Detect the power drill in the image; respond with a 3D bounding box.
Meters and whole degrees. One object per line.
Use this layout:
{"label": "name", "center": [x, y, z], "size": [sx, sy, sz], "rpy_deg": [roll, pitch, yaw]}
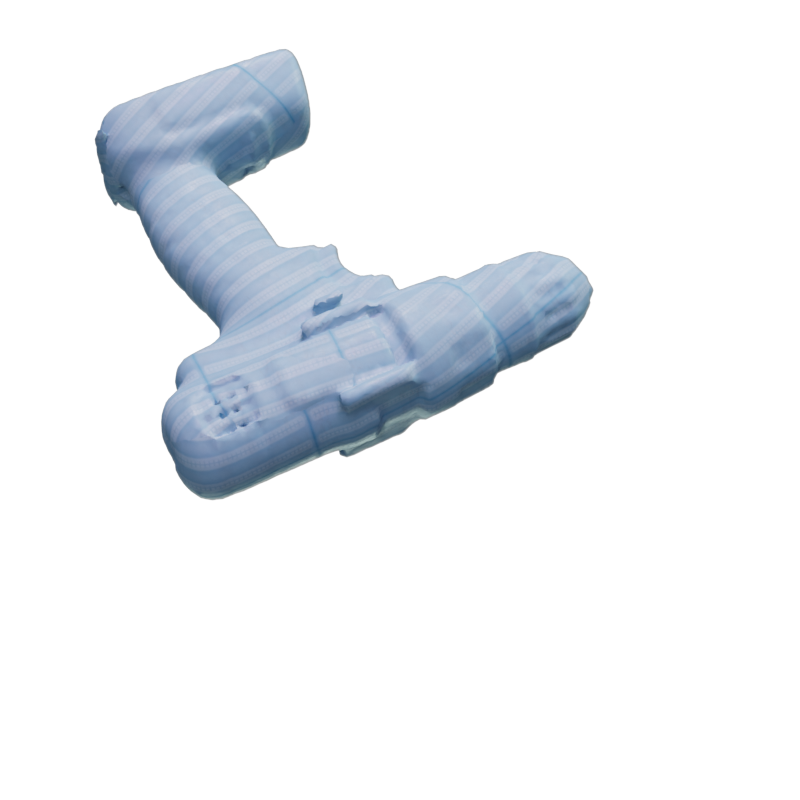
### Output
{"label": "power drill", "center": [-0.037, -0.068, 0.477], "size": [0.183, 0.202, 0.054], "rpy_deg": [-22, -32, -16]}
